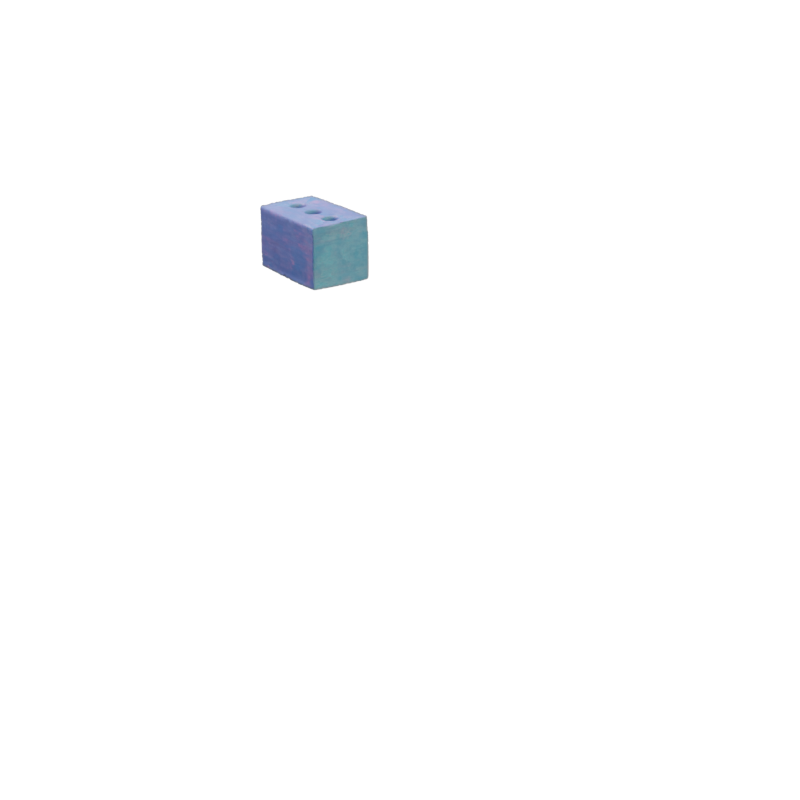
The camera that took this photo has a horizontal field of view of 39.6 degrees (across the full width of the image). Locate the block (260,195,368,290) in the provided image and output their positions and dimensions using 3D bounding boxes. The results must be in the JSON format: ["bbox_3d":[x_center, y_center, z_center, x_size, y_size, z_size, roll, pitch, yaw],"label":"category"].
[{"bbox_3d":[-0.068,-0.124,0.871,0.052,0.049,0.083,-15,27,-35],"label":"block"}]
